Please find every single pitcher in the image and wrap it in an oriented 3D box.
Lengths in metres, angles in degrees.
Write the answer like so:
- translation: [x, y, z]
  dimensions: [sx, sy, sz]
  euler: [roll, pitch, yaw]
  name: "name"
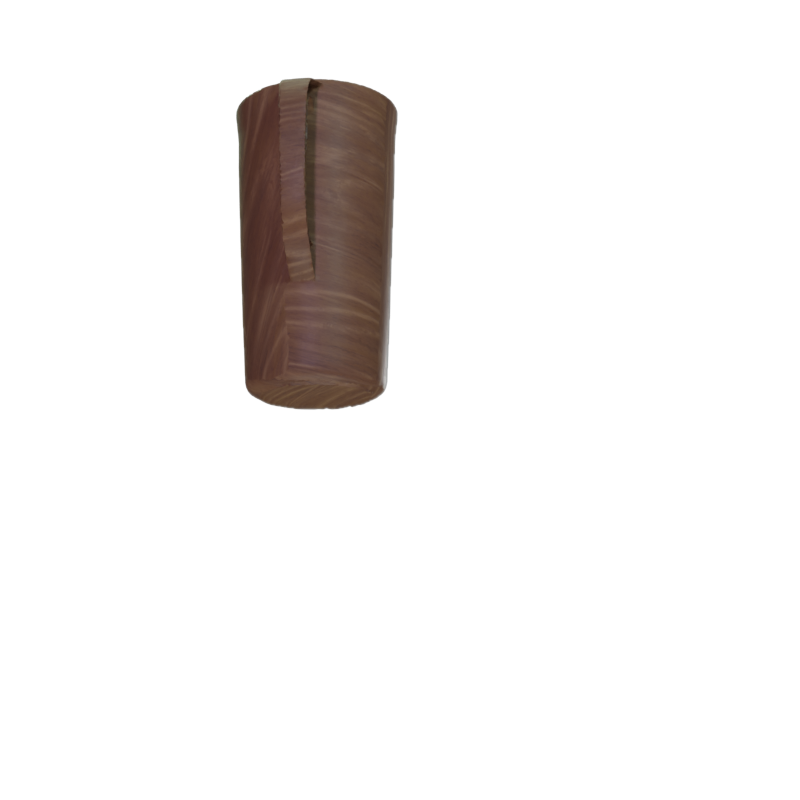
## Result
- translation: [-0.068, -0.124, 0.868]
  dimensions: [0.142, 0.254, 0.146]
  euler: [13, -23, -37]
  name: "pitcher"
